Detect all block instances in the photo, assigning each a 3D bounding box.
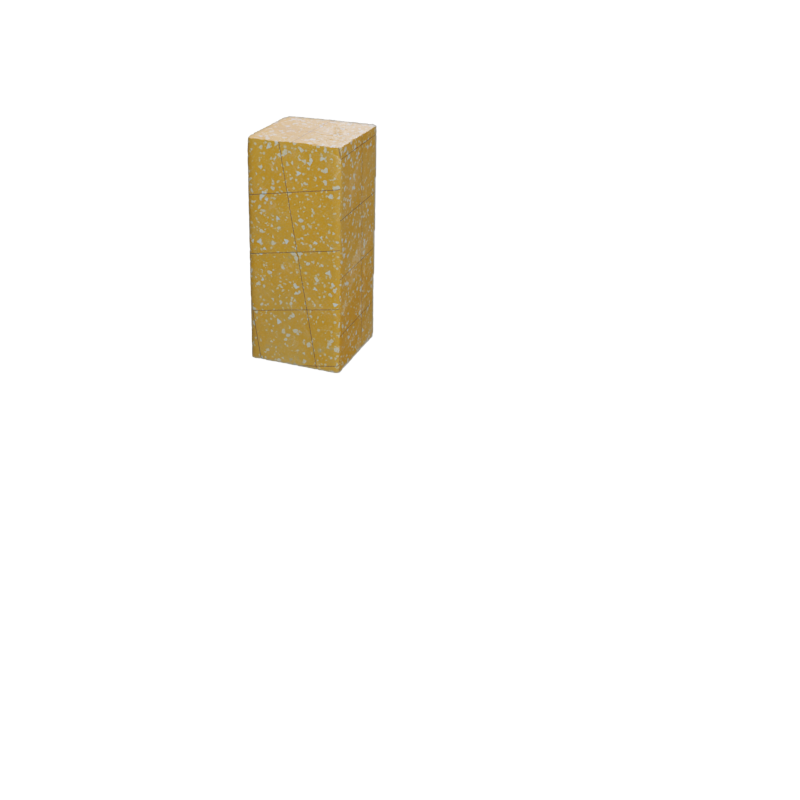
[{"bbox_3d":[-0.079,-0.143,0.999,0.093,0.197,0.092,9,23,18],"label":"block"}]
